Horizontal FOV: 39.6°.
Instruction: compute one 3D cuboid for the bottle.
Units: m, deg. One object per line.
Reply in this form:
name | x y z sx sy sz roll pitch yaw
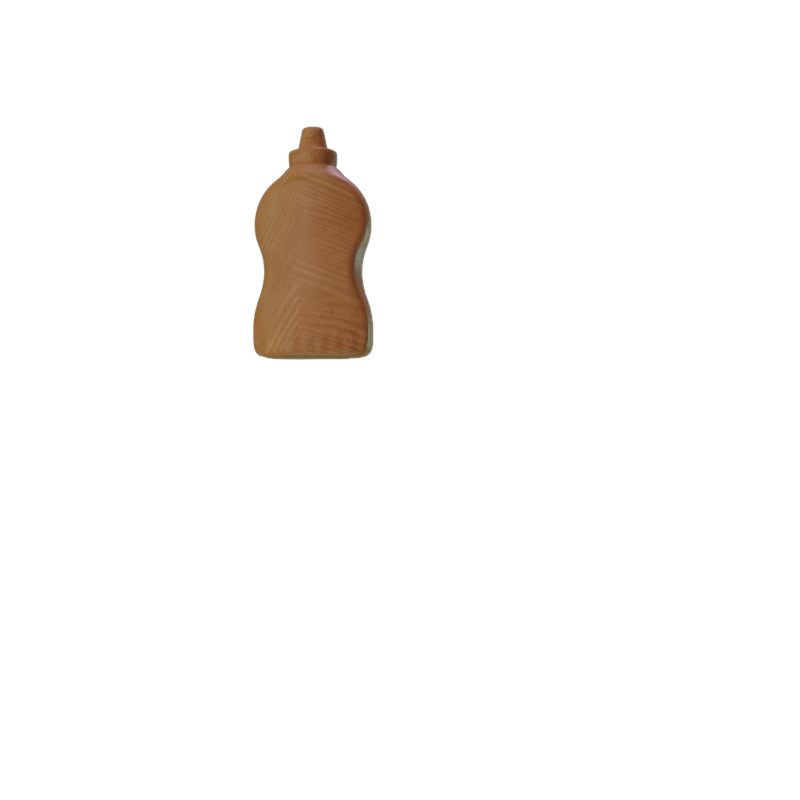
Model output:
bottle | -0.072 -0.131 0.915 0.097 0.196 0.056 -2 -9 11
